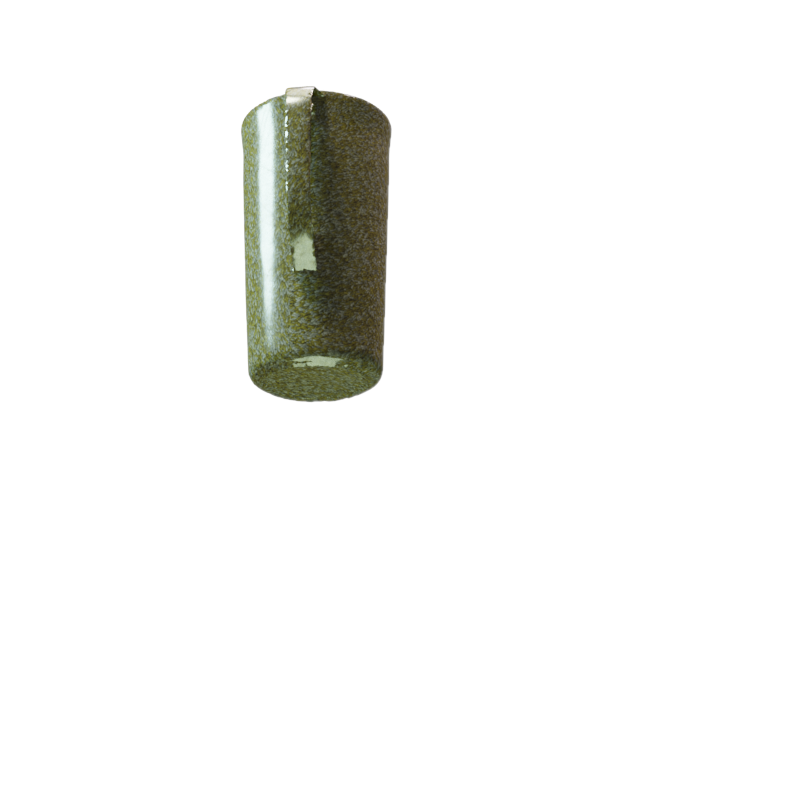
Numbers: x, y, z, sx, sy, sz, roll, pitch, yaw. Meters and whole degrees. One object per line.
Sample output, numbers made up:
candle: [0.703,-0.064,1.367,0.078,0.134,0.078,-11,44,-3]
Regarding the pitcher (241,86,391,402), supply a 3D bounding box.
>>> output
pitcher: [-0.072,-0.132,0.924,0.141,0.257,0.145,18,-30,-37]
